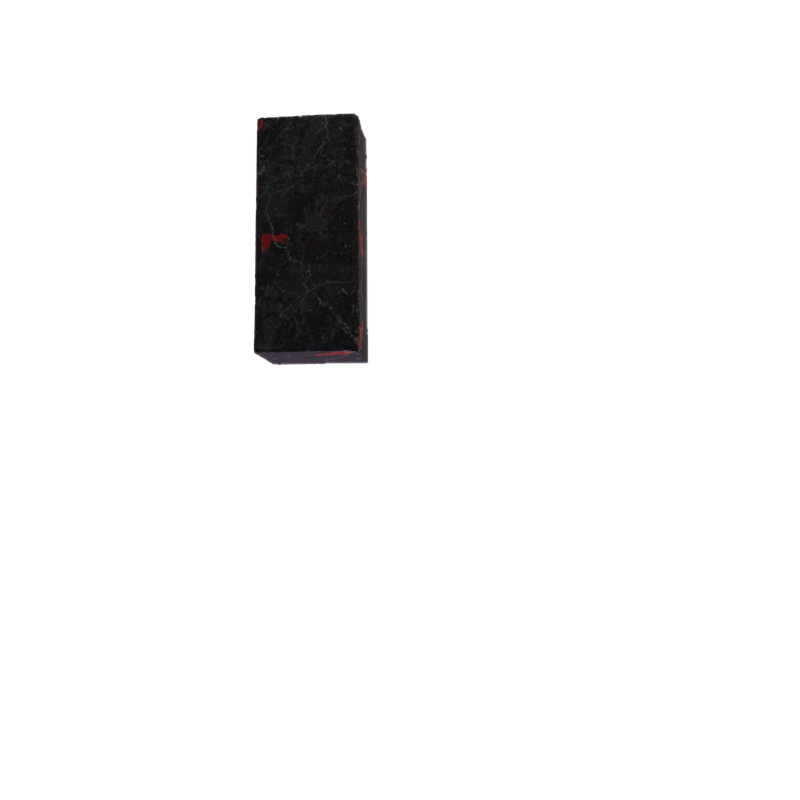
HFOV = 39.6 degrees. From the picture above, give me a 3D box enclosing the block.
[{"bbox_3d":[-0.076,-0.140,0.978,0.091,0.212,0.087,-2,-12,6],"label":"block"}]
